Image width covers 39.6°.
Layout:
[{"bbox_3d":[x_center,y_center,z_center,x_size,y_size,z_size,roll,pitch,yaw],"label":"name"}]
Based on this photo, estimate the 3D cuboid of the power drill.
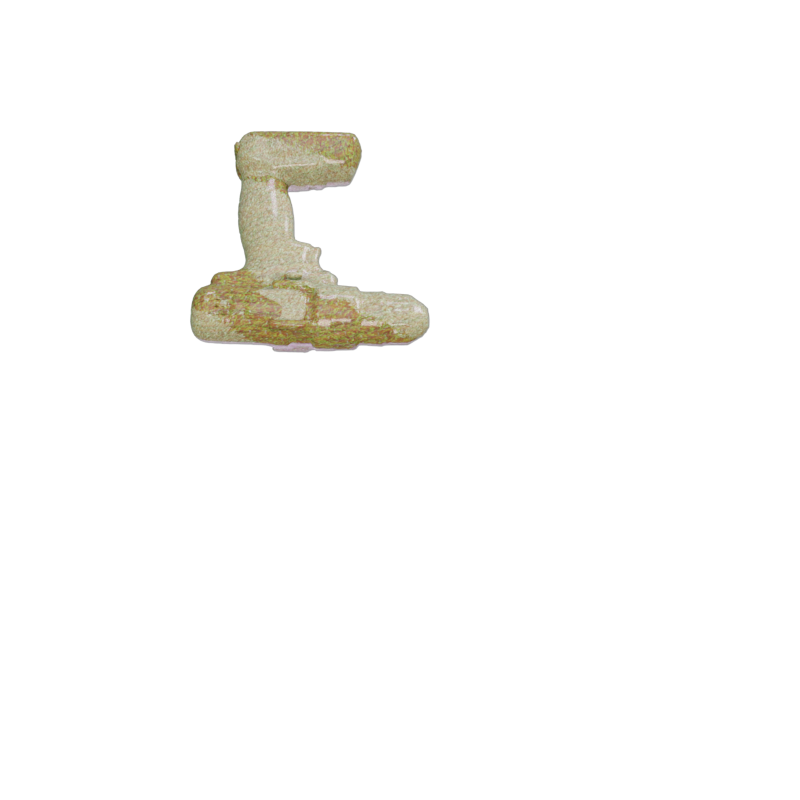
[{"bbox_3d":[-0.070,-0.127,0.890,0.184,0.199,0.054,1,-30,0],"label":"power drill"}]
